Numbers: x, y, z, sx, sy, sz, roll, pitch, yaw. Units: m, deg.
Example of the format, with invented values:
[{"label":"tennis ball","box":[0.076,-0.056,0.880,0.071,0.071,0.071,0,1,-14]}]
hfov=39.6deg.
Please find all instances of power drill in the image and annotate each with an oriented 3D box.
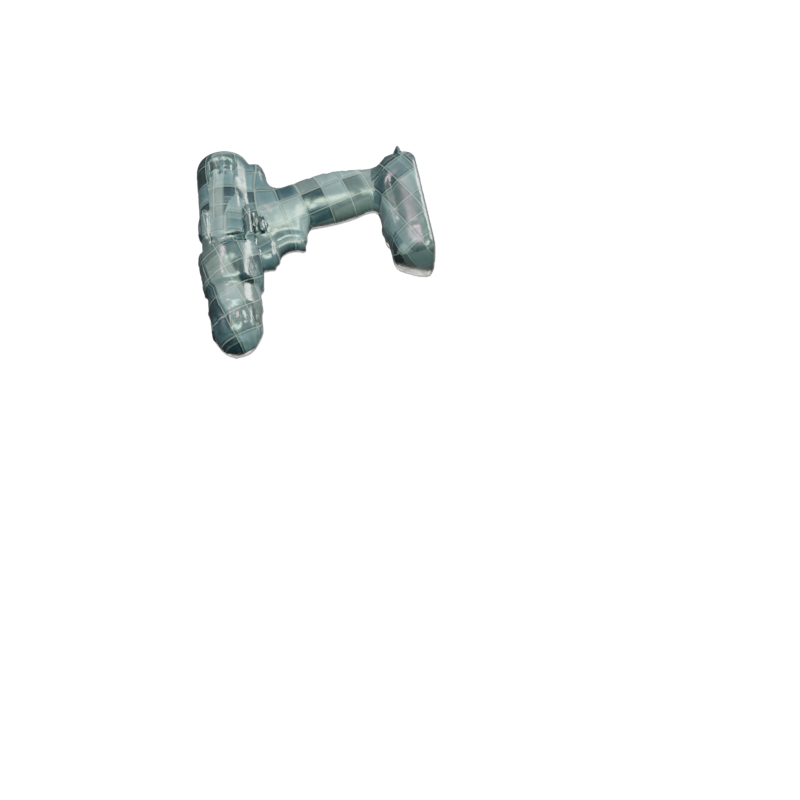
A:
[{"label":"power drill","box":[-0.070,-0.128,0.894,0.187,0.197,0.054,-7,-27,-4]}]
